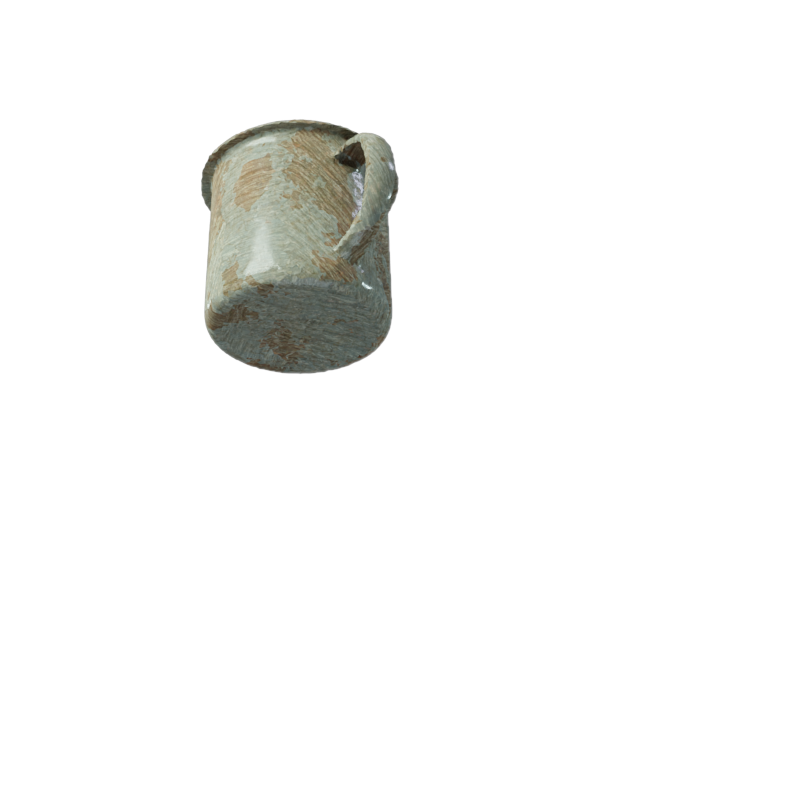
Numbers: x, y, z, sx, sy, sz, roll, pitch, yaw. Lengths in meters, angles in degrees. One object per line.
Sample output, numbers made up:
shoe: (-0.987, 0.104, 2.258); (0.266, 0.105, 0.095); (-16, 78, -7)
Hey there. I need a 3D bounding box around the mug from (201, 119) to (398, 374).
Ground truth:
mug: (-0.038, -0.070, 0.490); (0.088, 0.087, 0.115); (20, -38, -30)
